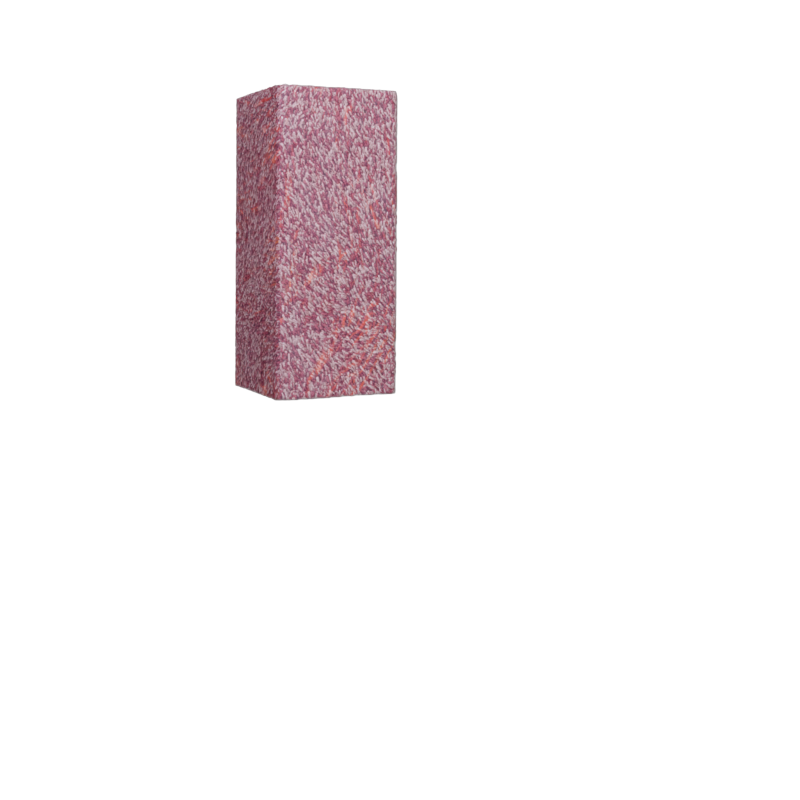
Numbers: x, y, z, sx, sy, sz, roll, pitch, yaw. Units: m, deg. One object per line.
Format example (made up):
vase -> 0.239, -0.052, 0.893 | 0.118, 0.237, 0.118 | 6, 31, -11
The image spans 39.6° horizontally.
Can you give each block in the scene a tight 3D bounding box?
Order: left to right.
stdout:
block -> -0.060, -0.110, 0.773 | 0.087, 0.206, 0.094 | -1, 2, -26
